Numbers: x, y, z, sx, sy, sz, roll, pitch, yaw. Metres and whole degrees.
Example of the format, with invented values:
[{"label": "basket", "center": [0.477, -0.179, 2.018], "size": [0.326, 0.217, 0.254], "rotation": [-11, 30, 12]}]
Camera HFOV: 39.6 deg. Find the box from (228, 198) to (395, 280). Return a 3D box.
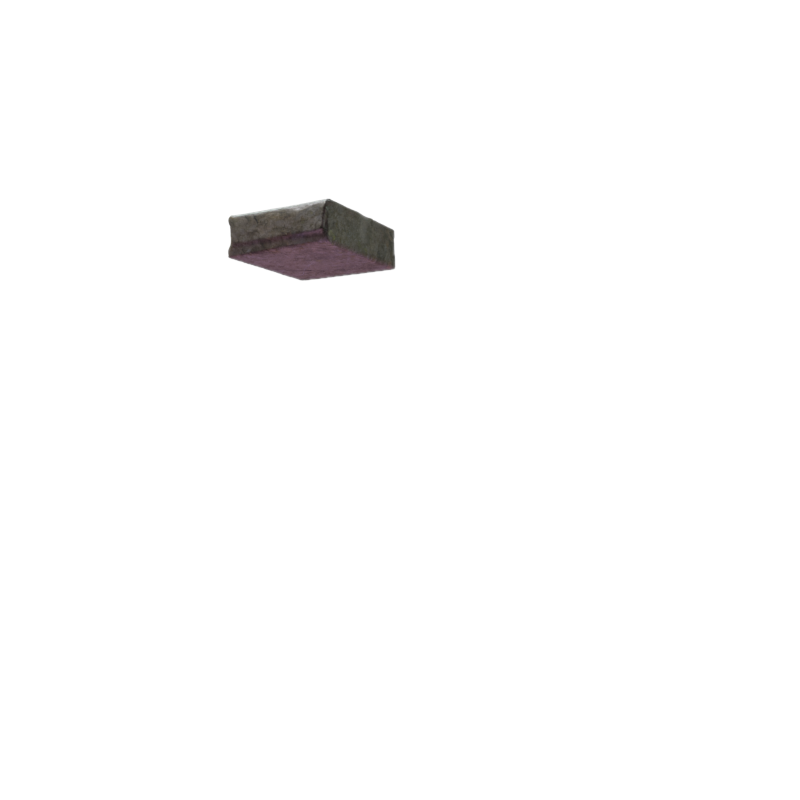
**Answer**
[{"label": "box", "center": [-0.055, -0.101, 0.705], "size": [0.075, 0.031, 0.085], "rotation": [-5, -9, 29]}]
